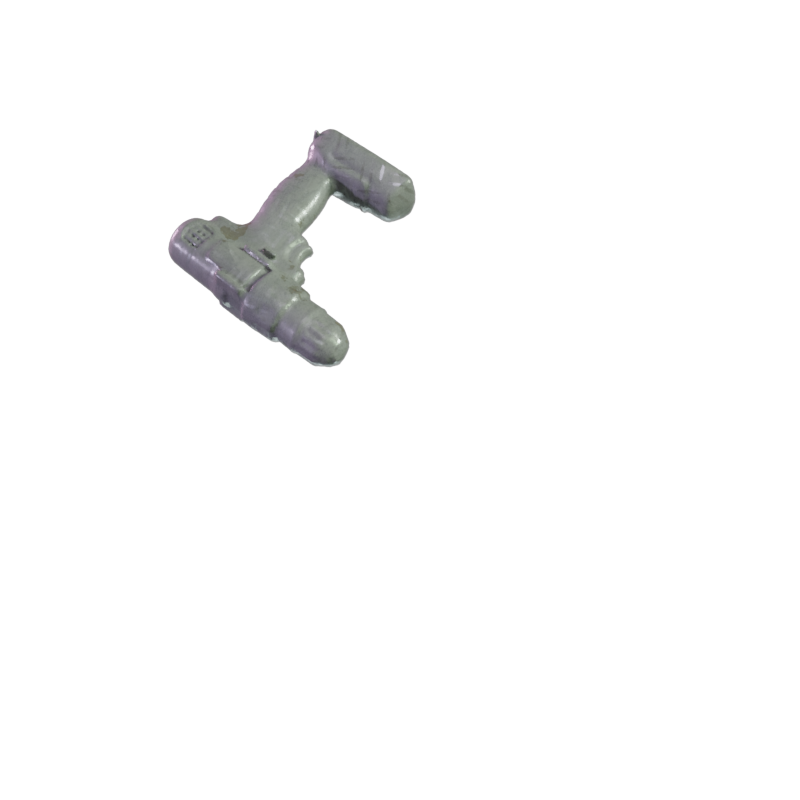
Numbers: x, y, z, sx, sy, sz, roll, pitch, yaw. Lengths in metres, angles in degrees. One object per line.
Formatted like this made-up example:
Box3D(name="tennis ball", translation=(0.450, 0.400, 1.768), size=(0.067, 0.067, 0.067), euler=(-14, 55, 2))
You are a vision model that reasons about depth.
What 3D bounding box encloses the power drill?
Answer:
Box3D(name="power drill", translation=(-0.073, -0.133, 0.932), size=(0.194, 0.191, 0.054), euler=(36, -27, 21))
